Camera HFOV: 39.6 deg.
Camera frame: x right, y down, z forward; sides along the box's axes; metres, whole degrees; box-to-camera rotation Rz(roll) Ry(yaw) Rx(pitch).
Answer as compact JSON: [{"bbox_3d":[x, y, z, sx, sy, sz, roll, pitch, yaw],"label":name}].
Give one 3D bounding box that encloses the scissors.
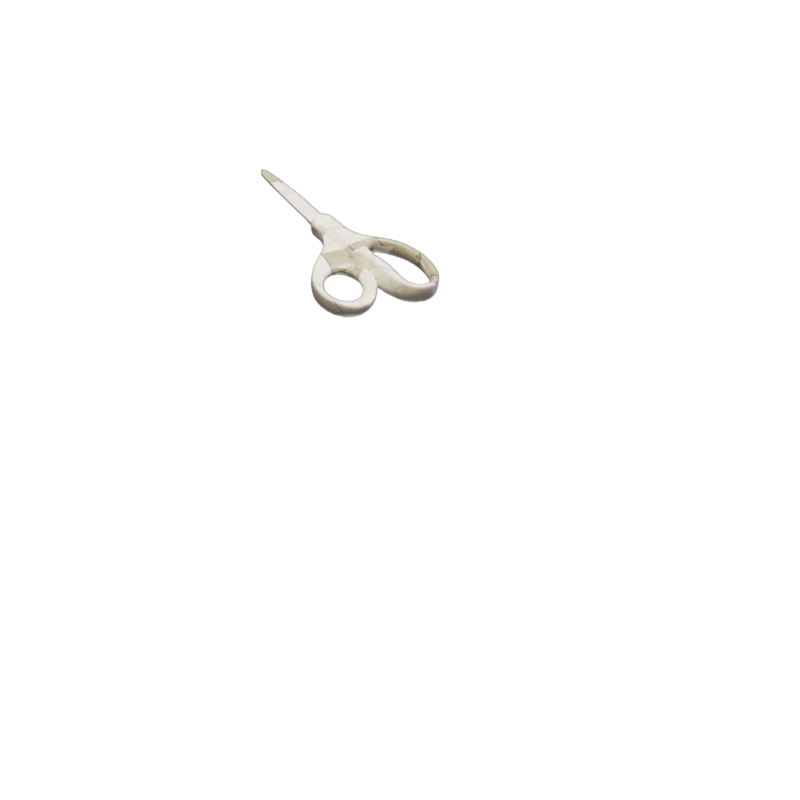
[{"bbox_3d":[-0.063,-0.115,0.807,0.215,0.015,0.097,31,48,32],"label":"scissors"}]
